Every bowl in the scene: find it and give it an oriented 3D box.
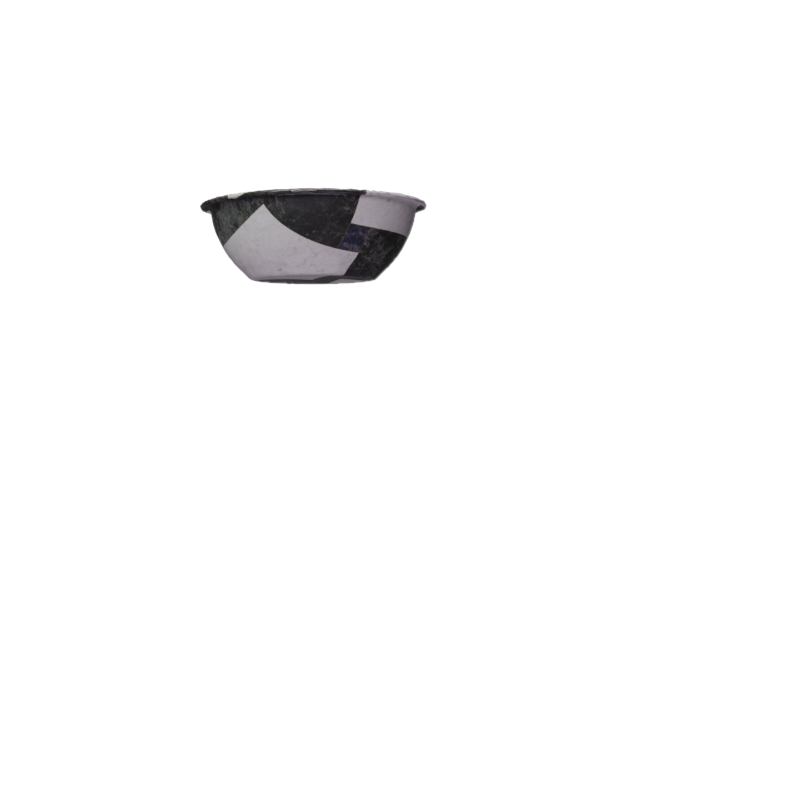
[{"bbox_3d":[-0.062,-0.113,0.793,0.162,0.055,0.161,0,1,-2],"label":"bowl"}]
